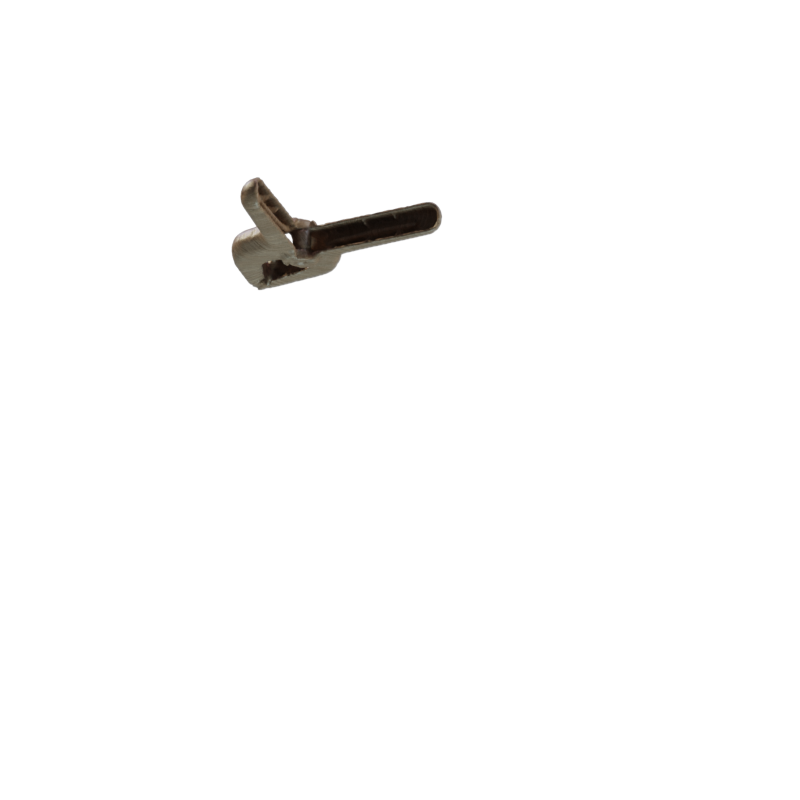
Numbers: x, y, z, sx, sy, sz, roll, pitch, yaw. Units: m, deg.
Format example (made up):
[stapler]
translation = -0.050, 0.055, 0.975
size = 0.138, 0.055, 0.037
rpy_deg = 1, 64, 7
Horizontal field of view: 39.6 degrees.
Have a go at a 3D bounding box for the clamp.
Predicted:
[clamp]
translation = -0.072, -0.132, 0.921
size = 0.160, 0.038, 0.208
rpy_deg = 4, -12, -19
